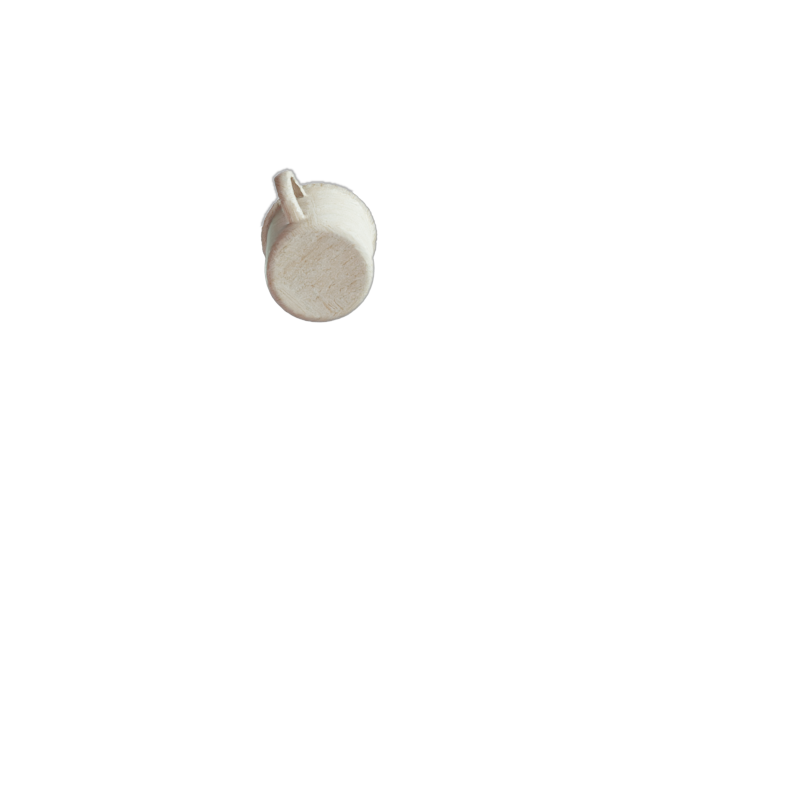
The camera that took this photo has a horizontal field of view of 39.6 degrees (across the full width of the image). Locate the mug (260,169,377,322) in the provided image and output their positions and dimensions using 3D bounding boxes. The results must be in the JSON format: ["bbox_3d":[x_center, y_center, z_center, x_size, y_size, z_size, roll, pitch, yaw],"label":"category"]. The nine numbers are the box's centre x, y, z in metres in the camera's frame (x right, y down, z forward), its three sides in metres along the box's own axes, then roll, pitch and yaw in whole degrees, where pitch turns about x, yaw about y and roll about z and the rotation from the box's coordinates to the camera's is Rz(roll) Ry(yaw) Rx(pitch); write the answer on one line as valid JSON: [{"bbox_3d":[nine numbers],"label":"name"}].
[{"bbox_3d":[-0.066,-0.121,0.844,0.093,0.111,0.086,-20,22,7],"label":"mug"}]
